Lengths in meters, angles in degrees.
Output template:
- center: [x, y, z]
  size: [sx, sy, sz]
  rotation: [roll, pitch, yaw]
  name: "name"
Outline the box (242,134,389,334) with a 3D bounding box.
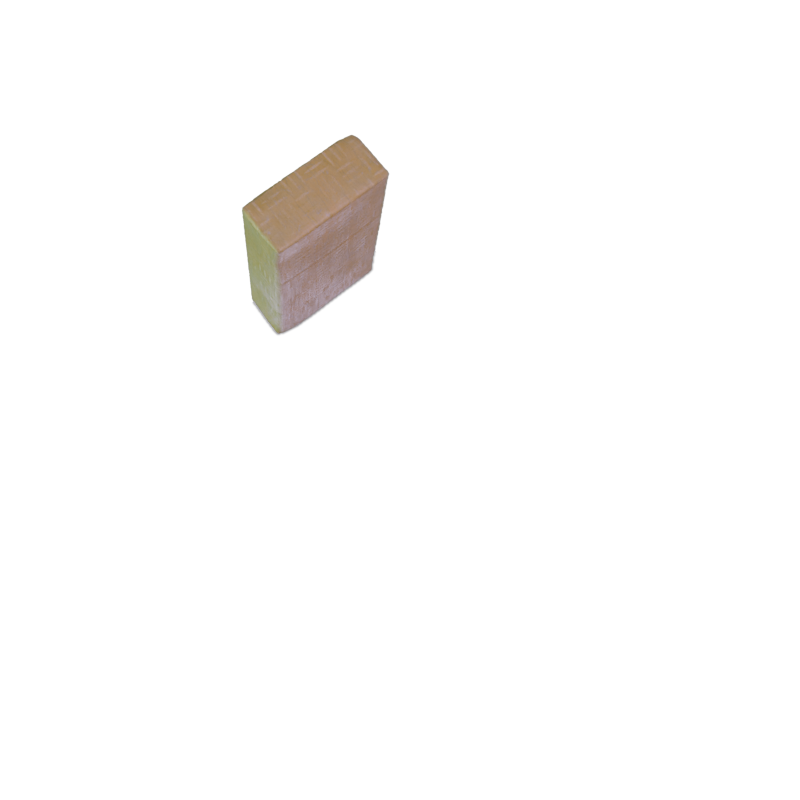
- center: [-0.061, -0.112, 0.779]
  size: [0.094, 0.050, 0.168]
  rotation: [-37, -11, -14]
  name: "box"
